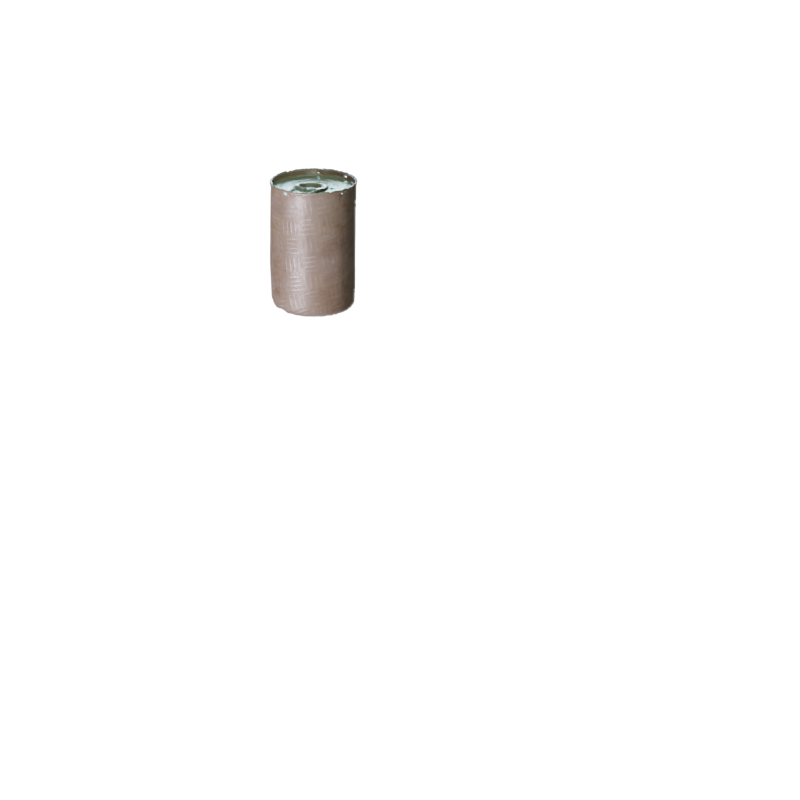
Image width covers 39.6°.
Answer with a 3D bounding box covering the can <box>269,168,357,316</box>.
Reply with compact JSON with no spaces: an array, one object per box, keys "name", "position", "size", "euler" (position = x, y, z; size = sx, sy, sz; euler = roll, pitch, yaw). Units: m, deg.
[{"name":"can","position":[-0.069,-0.125,0.876],"size":[0.068,0.098,0.072],"euler":[0,22,-2]}]
